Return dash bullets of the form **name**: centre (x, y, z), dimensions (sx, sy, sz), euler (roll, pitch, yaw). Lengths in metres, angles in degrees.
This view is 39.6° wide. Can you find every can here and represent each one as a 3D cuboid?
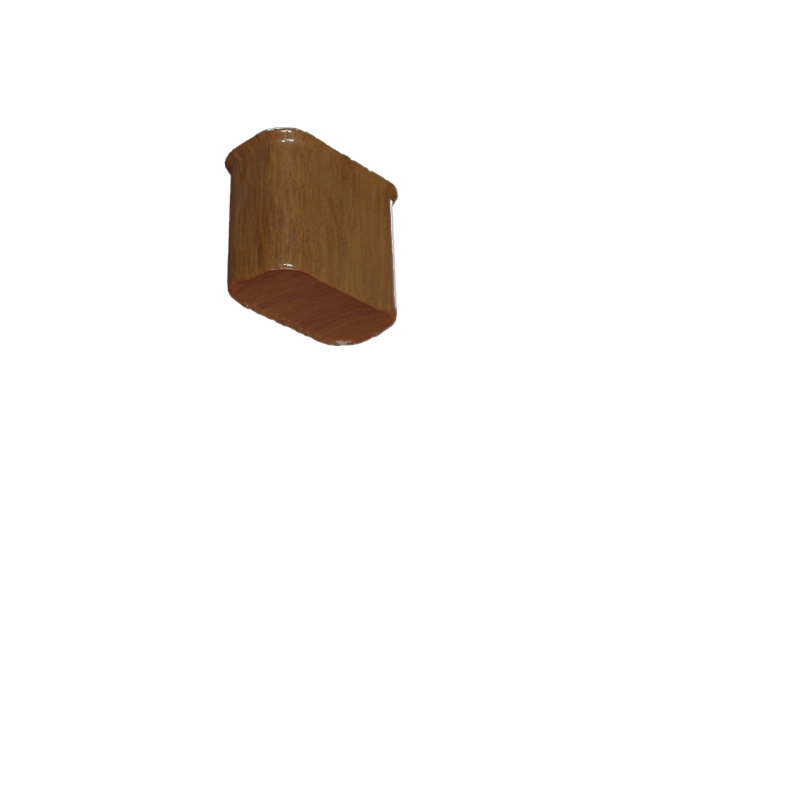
- **can**: centre (-0.047, -0.086, 0.599), dimensions (0.058, 0.089, 0.095), euler (-25, -35, 37)
